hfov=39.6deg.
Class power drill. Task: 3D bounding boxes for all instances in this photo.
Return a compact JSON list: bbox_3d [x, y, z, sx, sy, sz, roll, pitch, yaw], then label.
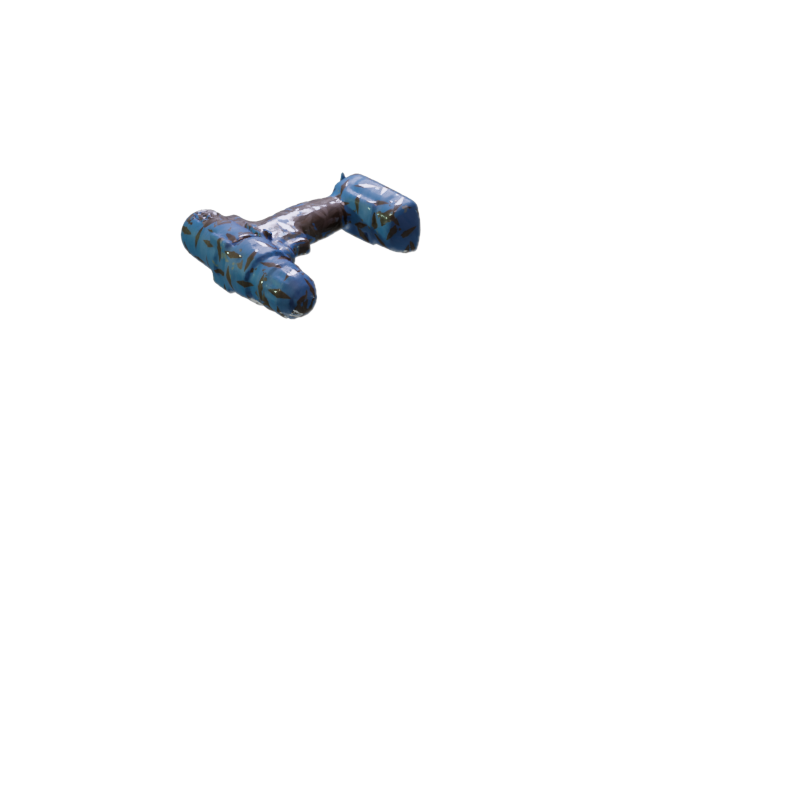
[{"bbox_3d":[-0.077,-0.140,0.978,0.185,0.054,0.198,-20,37,-30],"label":"power drill"}]
